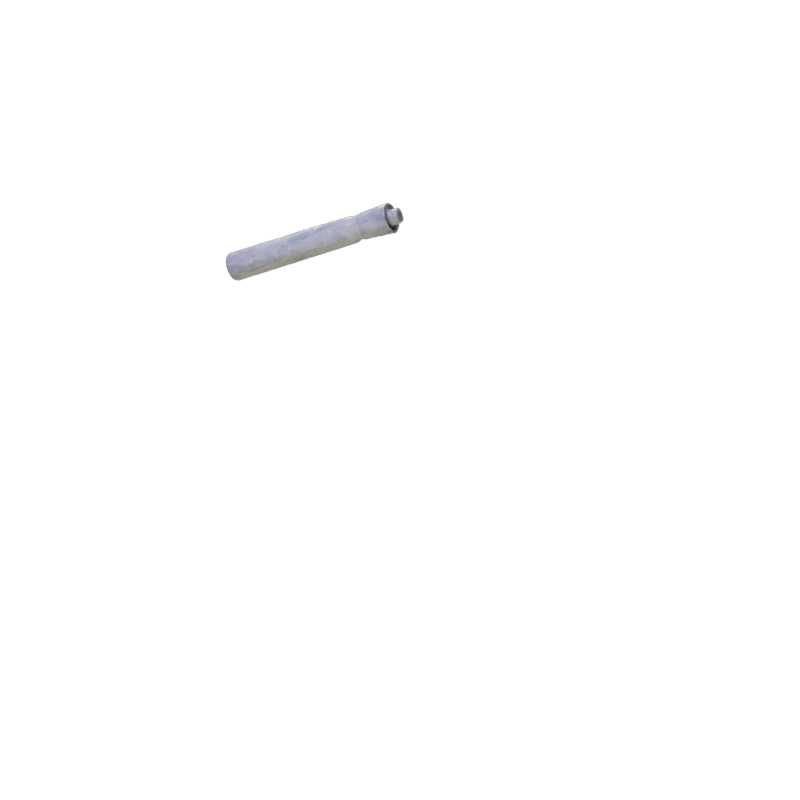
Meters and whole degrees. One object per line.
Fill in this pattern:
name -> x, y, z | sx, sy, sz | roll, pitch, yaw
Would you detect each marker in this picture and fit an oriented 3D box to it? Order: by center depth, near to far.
marker -> -0.053, -0.097, 0.681 | 0.123, 0.020, 0.019 | -13, -2, 28
